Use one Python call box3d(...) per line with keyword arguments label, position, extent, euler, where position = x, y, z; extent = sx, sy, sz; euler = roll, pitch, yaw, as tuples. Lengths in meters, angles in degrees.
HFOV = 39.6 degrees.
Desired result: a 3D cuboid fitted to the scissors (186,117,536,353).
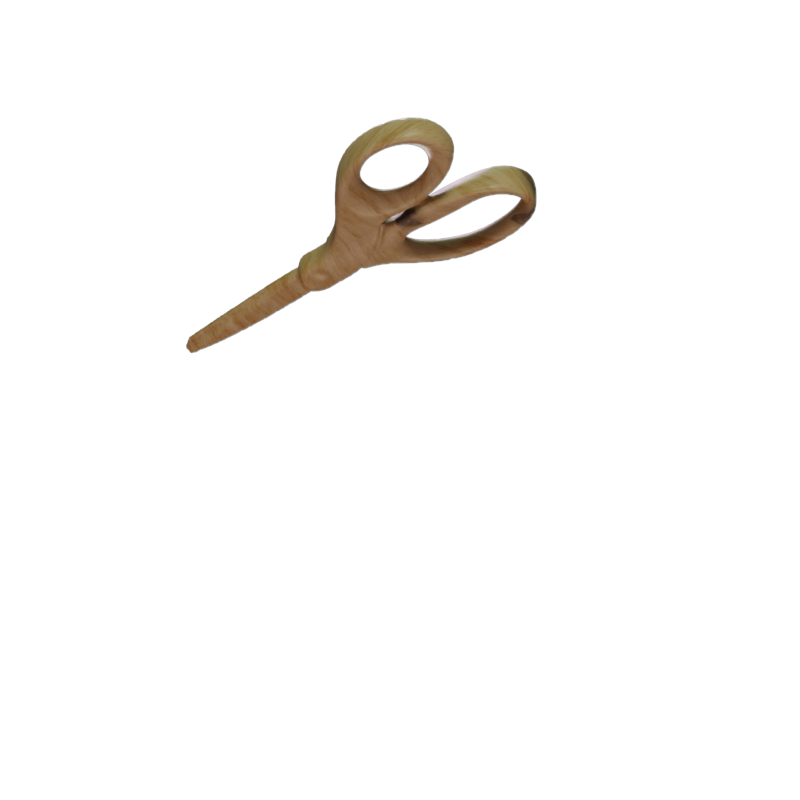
box3d(label="scissors", position=(-0.039, -0.072, 0.504), extent=(0.204, 0.017, 0.089), euler=(-16, -37, 23))
